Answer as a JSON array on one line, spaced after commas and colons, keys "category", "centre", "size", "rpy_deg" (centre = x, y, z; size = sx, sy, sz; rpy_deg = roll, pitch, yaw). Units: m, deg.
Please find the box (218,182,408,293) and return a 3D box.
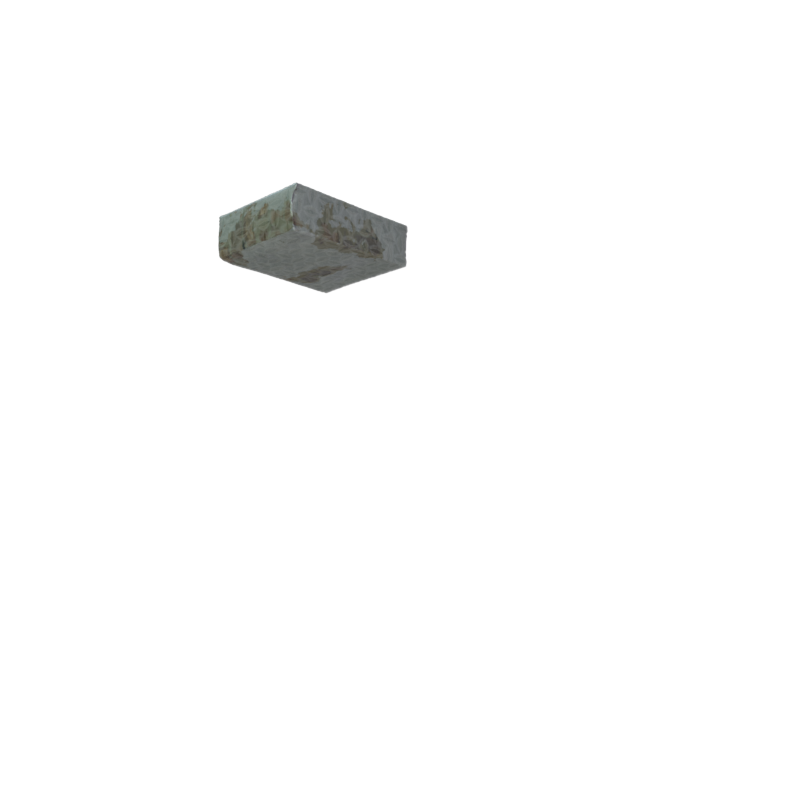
[{"category": "box", "centre": [-0.064, -0.117, 0.818], "size": [0.107, 0.041, 0.091], "rpy_deg": [13, -19, -42]}]
